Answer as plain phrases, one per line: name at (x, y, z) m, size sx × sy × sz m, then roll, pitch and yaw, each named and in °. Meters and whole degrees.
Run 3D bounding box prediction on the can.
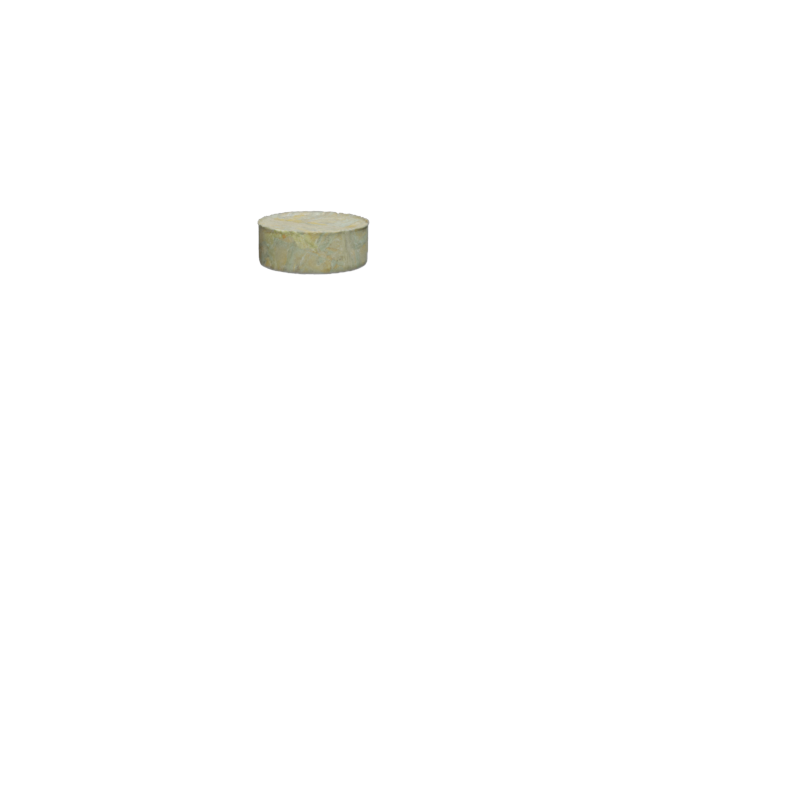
can at (-0.067, -0.122, 0.852) m, size 0.086 × 0.032 × 0.089 m, roll -1°, pitch 18°, yaw -2°
